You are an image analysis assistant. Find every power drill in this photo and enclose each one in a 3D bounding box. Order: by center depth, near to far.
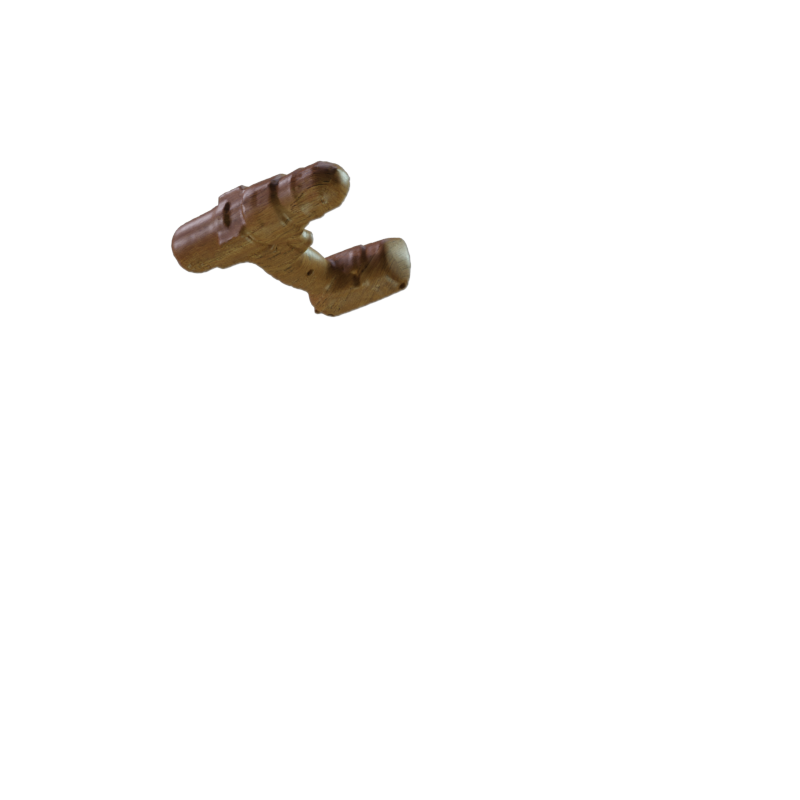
[{"bbox_3d":[-0.075,-0.137,0.959,0.187,0.060,0.176,-16,-26,37],"label":"power drill"}]
